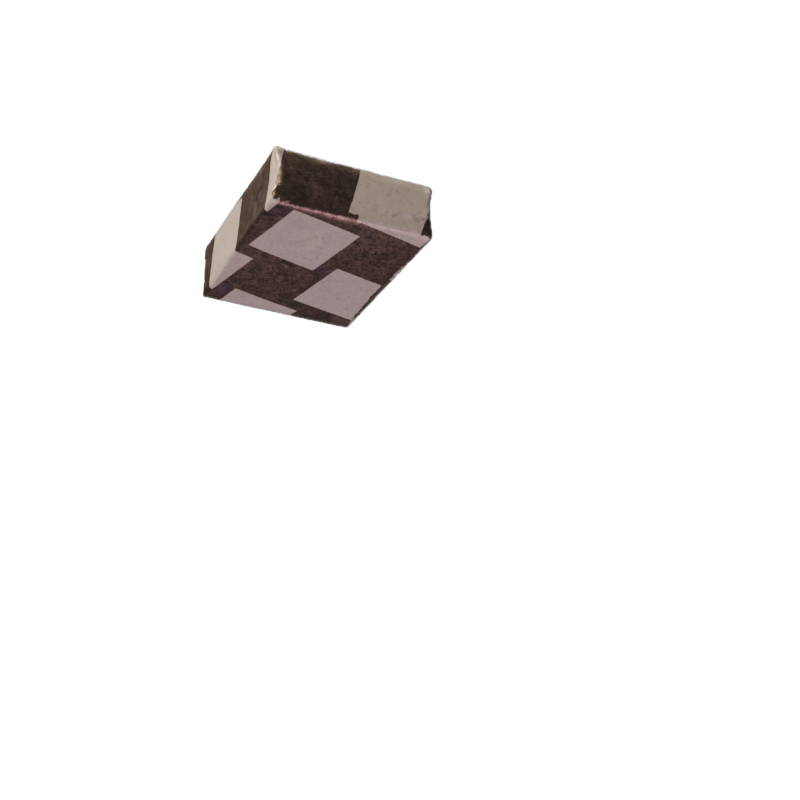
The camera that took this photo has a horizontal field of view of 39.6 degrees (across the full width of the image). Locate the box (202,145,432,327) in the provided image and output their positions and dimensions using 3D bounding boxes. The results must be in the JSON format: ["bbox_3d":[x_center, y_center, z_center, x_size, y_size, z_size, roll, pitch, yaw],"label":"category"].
[{"bbox_3d":[-0.038,-0.069,0.484,0.070,0.032,0.087,12,-30,-23],"label":"box"}]
